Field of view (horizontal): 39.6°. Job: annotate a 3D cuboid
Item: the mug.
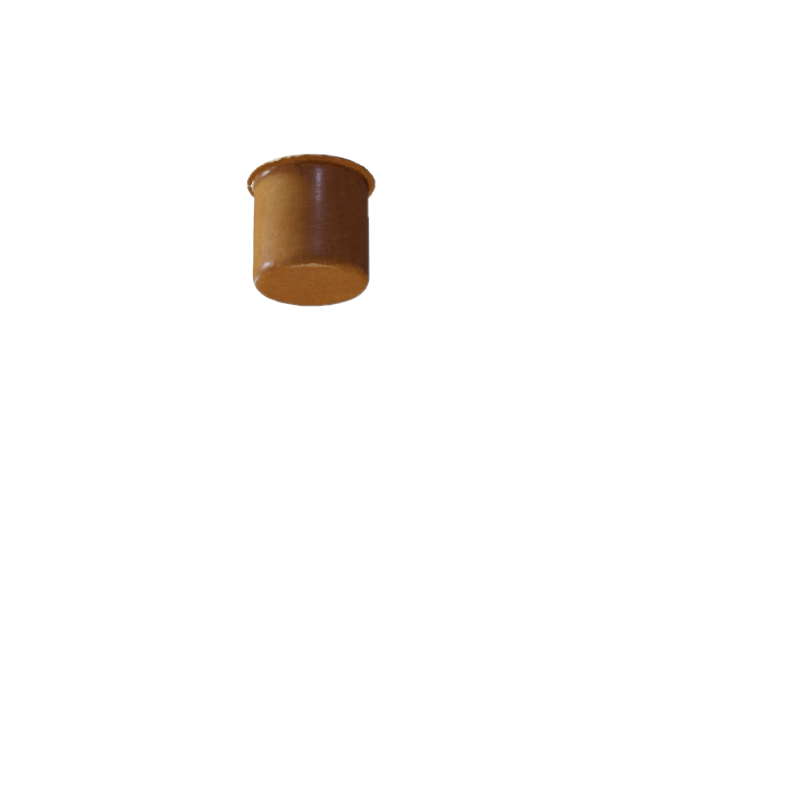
[{"bbox_3d":[-0.062,-0.114,0.796,0.094,0.086,0.111,-2,-19,4],"label":"mug"}]
